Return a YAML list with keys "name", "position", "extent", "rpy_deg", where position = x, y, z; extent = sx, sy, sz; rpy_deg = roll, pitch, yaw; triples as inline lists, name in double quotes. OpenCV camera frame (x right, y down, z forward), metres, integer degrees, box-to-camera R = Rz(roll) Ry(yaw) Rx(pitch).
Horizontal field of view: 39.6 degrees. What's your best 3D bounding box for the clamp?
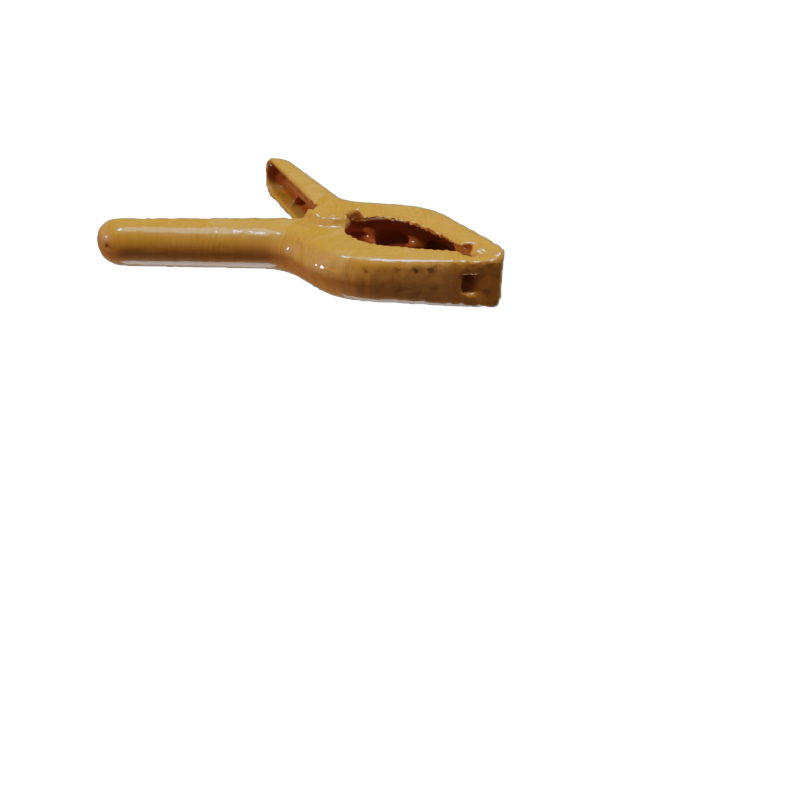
- name: "clamp"
  position: [-0.047, -0.086, 0.600]
  extent: [0.222, 0.034, 0.164]
  rpy_deg: [21, 35, 34]
